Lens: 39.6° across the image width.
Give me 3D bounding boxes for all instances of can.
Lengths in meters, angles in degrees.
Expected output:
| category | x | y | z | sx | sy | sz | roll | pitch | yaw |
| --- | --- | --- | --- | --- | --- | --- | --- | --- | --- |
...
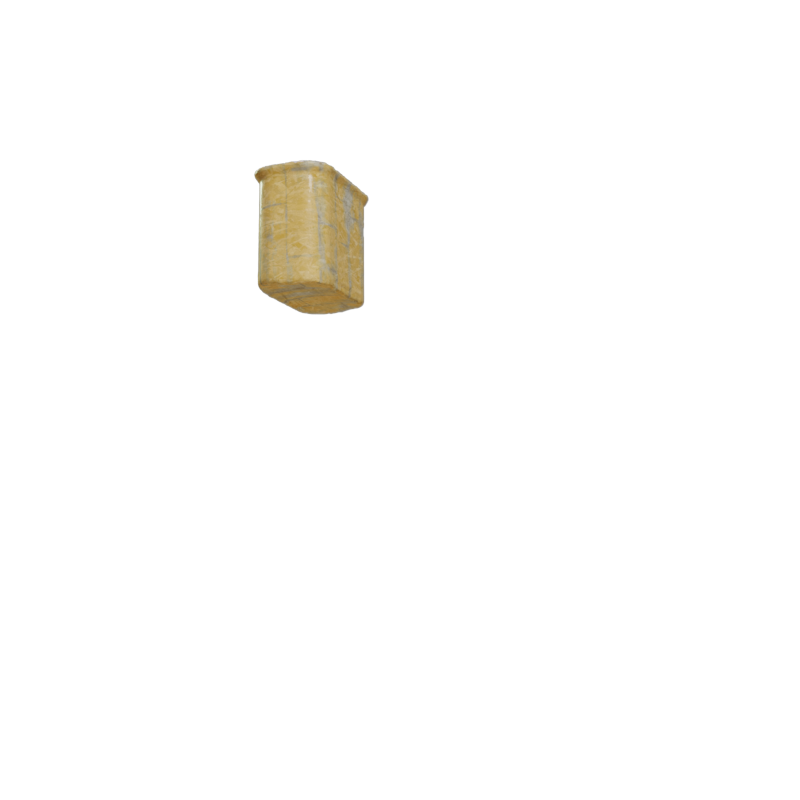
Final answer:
| category | x | y | z | sx | sy | sz | roll | pitch | yaw |
| --- | --- | --- | --- | --- | --- | --- | --- | --- | --- |
| can | -0.061 | -0.111 | 0.779 | 0.059 | 0.087 | 0.096 | -6 | -13 | 20 |
